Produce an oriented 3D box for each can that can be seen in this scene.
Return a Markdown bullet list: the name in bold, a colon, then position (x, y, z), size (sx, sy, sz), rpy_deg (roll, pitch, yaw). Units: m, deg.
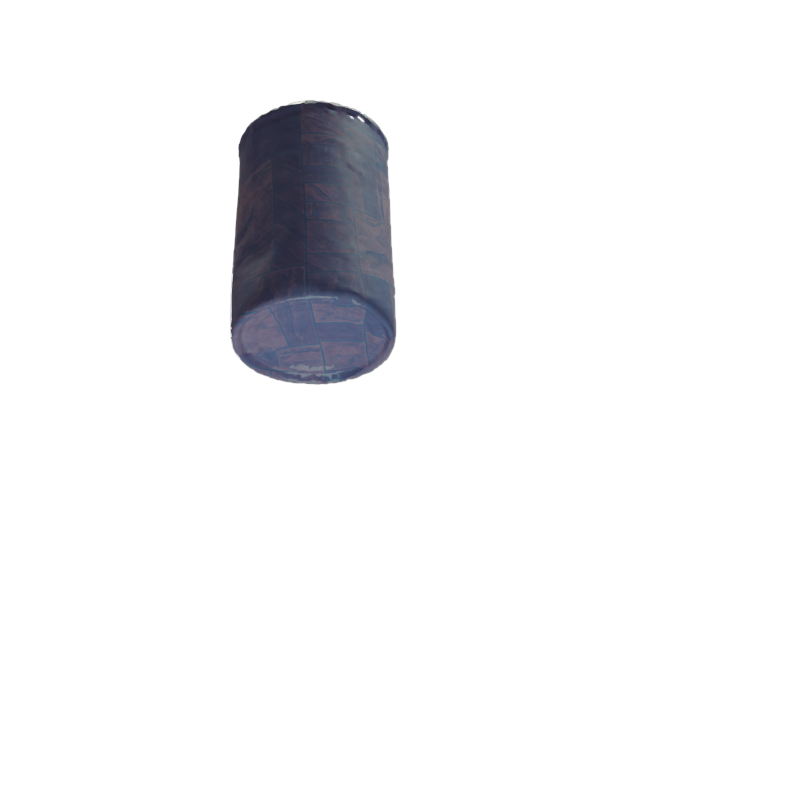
- **can**: position (-0.037, -0.067, 0.469), size (0.068, 0.109, 0.064), rpy_deg (-1, -34, -2)
